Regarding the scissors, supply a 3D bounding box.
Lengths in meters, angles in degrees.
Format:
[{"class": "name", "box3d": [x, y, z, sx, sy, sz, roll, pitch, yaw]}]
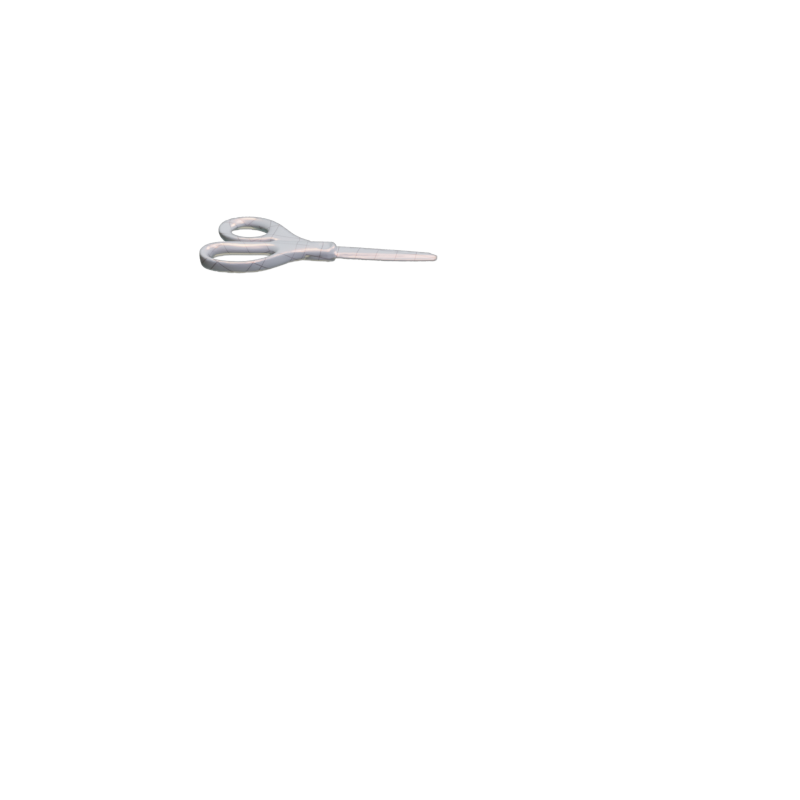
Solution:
[{"class": "scissors", "box3d": [-0.077, -0.140, 0.978, 0.200, 0.015, 0.103, -5, 34, -8]}]
